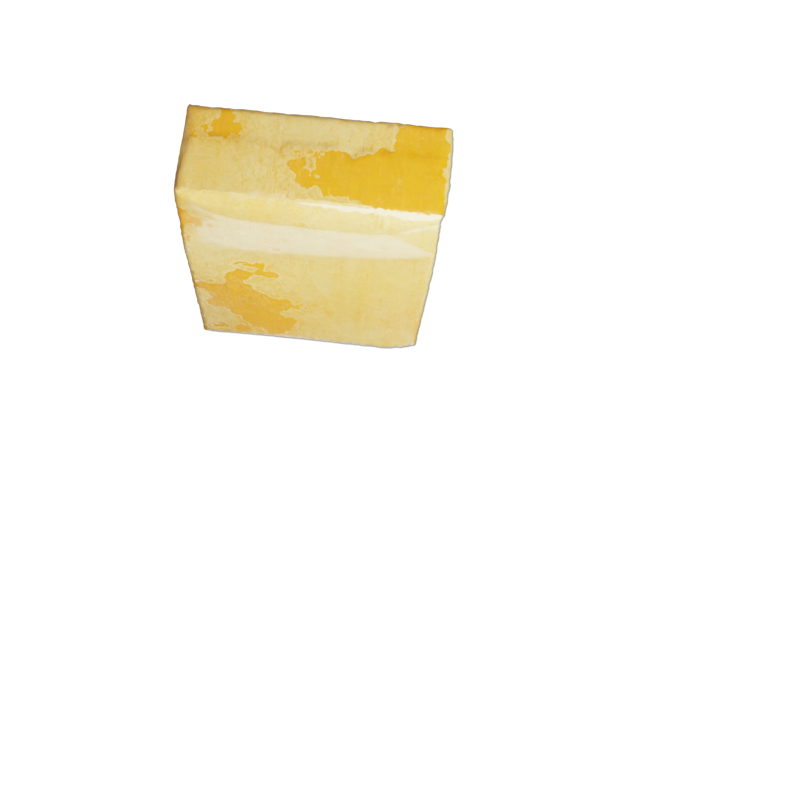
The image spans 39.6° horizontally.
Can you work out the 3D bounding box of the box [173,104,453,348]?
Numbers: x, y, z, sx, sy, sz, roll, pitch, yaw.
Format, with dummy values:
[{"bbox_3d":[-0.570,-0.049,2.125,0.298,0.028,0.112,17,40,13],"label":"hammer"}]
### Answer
[{"bbox_3d":[-0.059,-0.107,0.749,0.164,0.075,0.203,6,-20,0],"label":"box"}]
